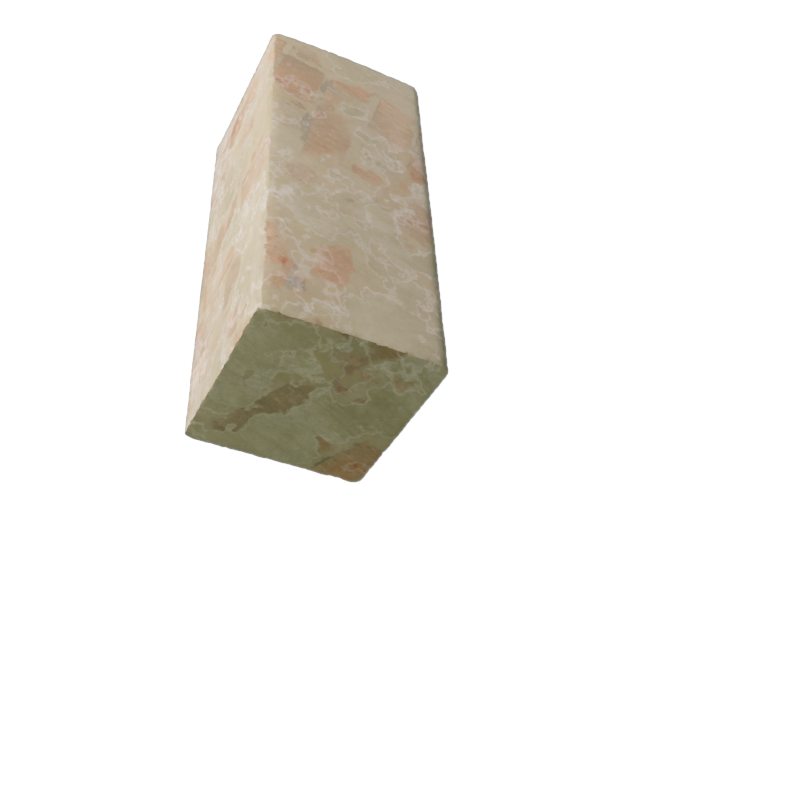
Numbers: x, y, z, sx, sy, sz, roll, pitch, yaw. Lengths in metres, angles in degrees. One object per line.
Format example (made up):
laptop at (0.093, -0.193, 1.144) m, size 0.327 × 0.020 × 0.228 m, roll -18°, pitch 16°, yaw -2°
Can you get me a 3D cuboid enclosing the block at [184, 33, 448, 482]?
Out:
block at (-0.042, -0.079, 0.551) m, size 0.087 × 0.221 × 0.087 m, roll 17°, pitch -48°, yaw -20°
